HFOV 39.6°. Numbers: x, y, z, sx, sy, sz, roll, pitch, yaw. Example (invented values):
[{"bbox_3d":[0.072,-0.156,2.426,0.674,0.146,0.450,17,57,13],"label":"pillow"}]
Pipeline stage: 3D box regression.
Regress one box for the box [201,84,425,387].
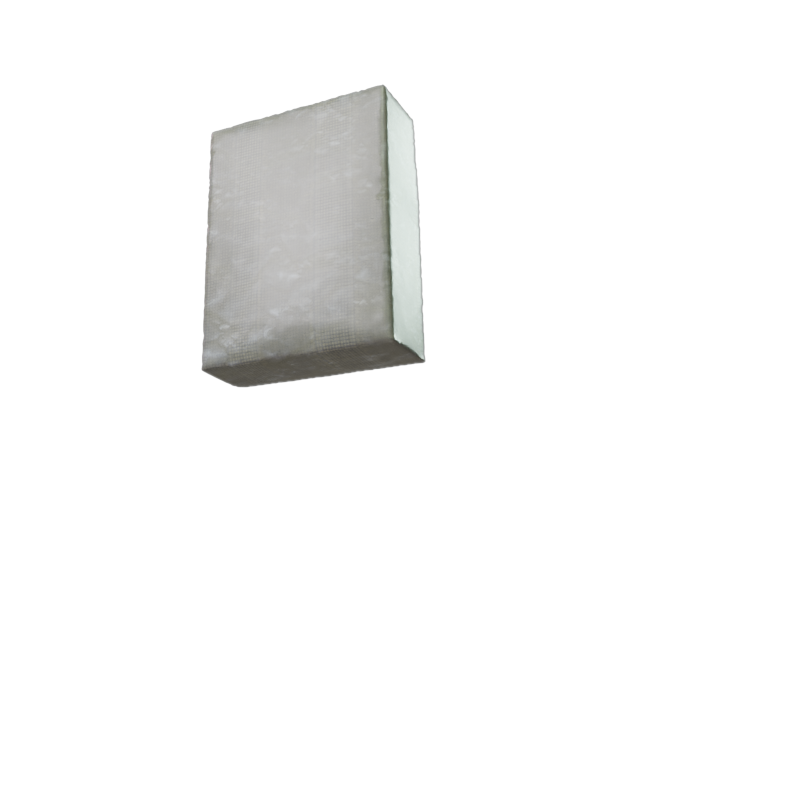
[{"bbox_3d":[-0.069,-0.126,0.885,0.167,0.225,0.067,-11,-24,23],"label":"box"}]
